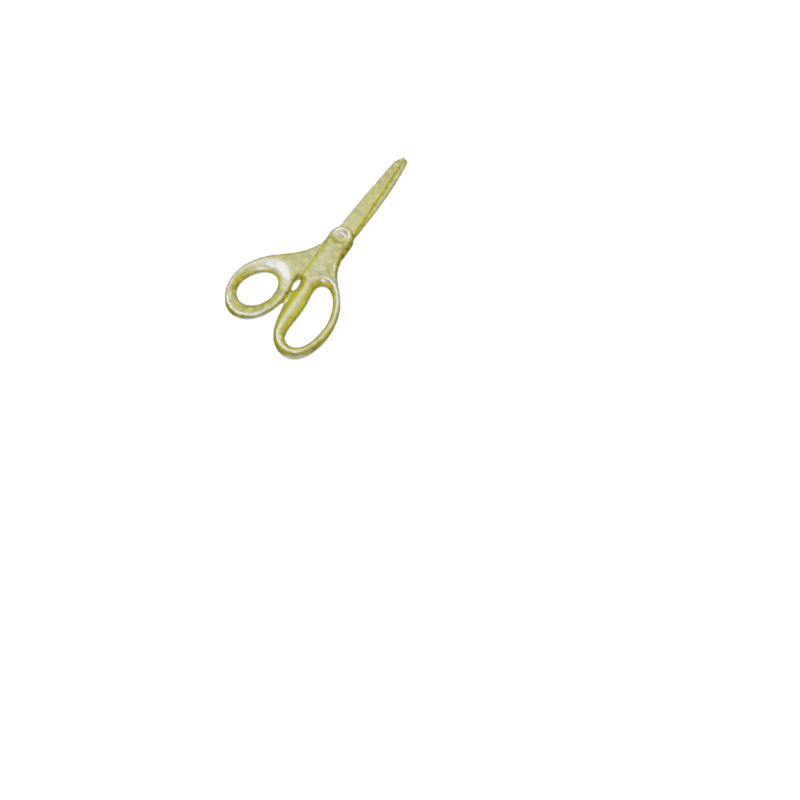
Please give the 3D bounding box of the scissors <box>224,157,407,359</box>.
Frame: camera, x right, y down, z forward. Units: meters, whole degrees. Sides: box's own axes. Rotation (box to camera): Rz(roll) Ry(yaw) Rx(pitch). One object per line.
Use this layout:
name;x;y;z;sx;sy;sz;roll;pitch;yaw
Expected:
scissors;-0.067;-0.122;0.854;0.098;0.212;0.015;13;-32;8
